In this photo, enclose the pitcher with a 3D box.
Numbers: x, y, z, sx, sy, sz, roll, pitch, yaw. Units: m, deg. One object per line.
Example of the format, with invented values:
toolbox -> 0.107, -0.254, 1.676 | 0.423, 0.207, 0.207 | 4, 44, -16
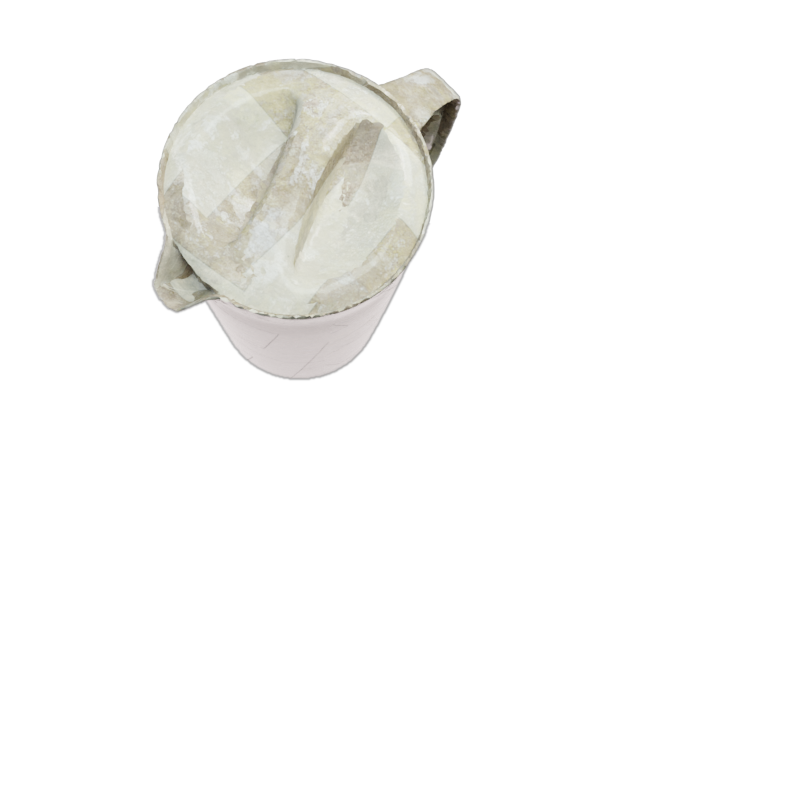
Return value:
pitcher -> -0.050, -0.091, 0.641 | 0.149, 0.150, 0.236 | 4, -12, -2
